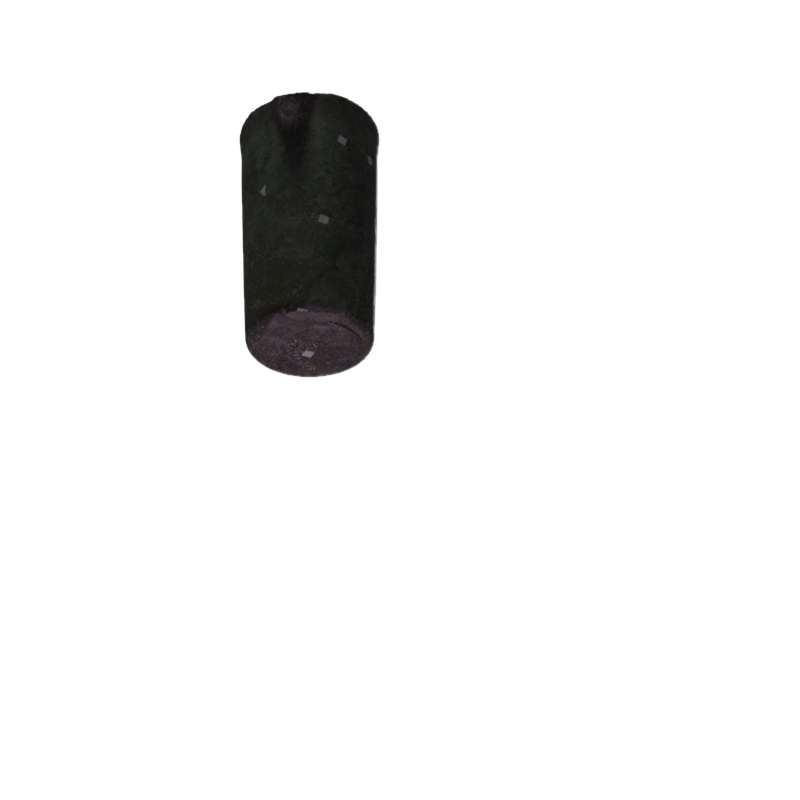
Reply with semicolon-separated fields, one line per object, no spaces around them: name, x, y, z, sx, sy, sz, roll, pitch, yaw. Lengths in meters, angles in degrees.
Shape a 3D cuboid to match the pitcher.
pitcher;-0.078;-0.142;0.996;0.142;0.260;0.142;19;-40;-29
